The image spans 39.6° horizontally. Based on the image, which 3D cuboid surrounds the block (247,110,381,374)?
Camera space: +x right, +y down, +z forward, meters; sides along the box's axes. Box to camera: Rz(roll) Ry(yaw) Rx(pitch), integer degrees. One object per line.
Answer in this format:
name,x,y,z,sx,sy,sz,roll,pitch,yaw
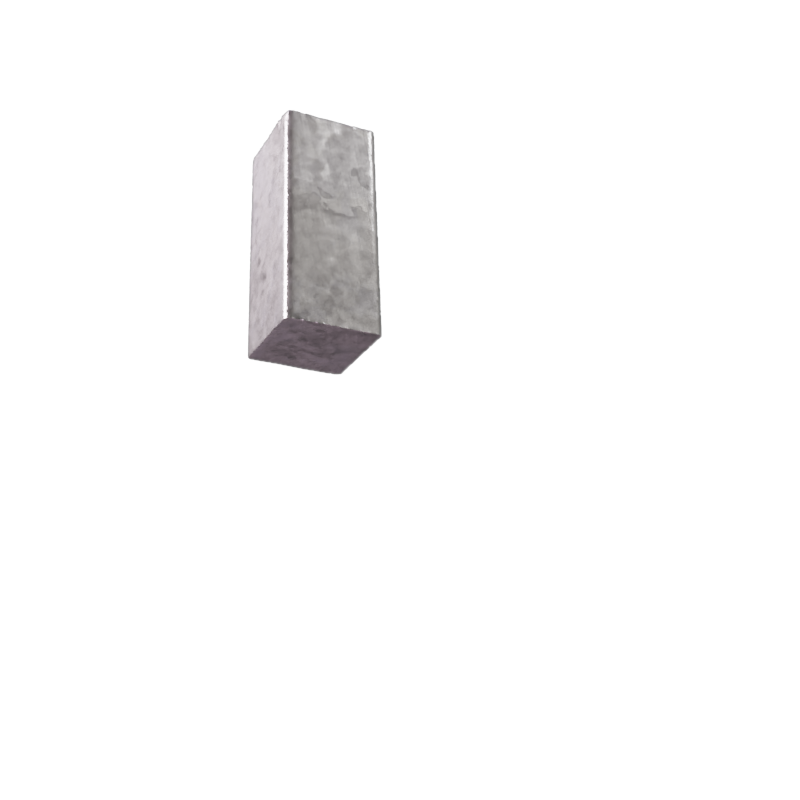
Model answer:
block,-0.077,-0.140,0.980,0.087,0.219,0.088,11,-30,-23
